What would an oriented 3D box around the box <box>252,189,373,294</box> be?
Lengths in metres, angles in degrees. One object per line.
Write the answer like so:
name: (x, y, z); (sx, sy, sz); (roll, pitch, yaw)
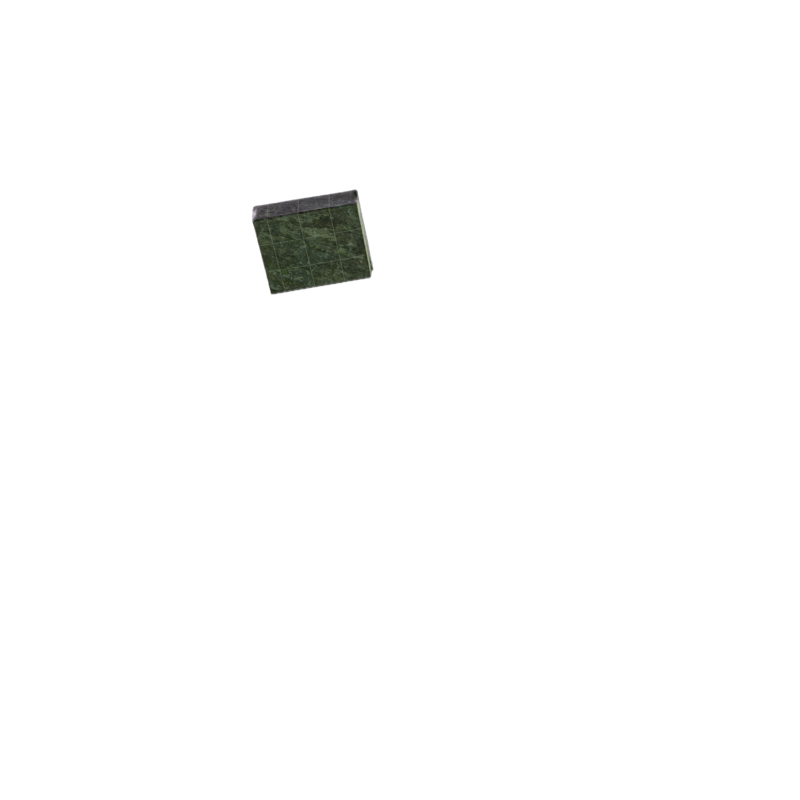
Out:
box: (-0.072, -0.131, 0.919); (0.090, 0.068, 0.032); (-9, 32, 5)
